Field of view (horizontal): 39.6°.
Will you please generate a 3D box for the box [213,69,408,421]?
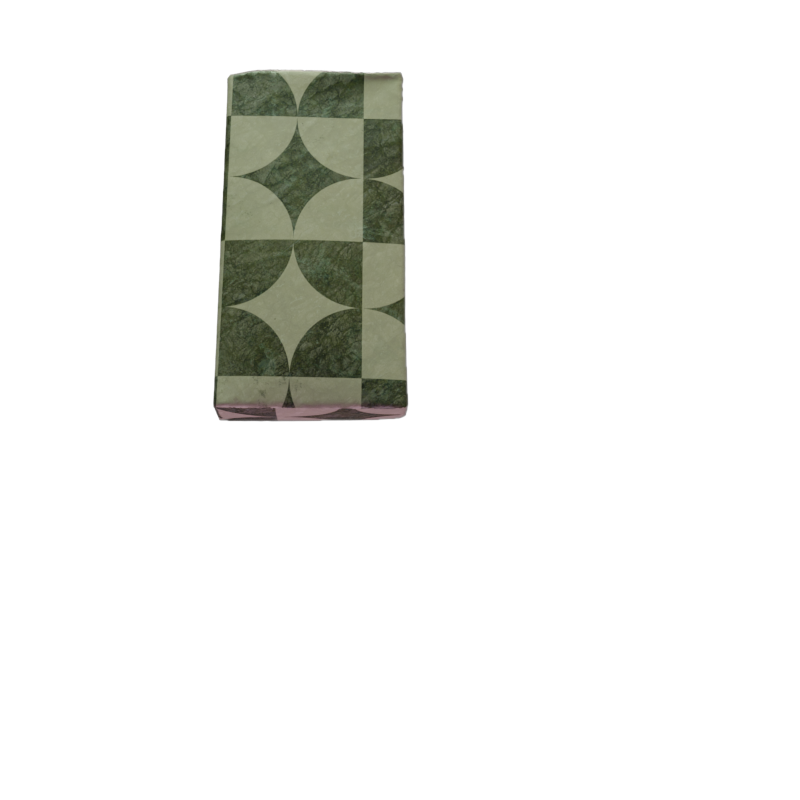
[{"bbox_3d":[-0.044,-0.080,0.557,0.093,0.183,0.046,-1,-16,-1],"label":"box"}]
